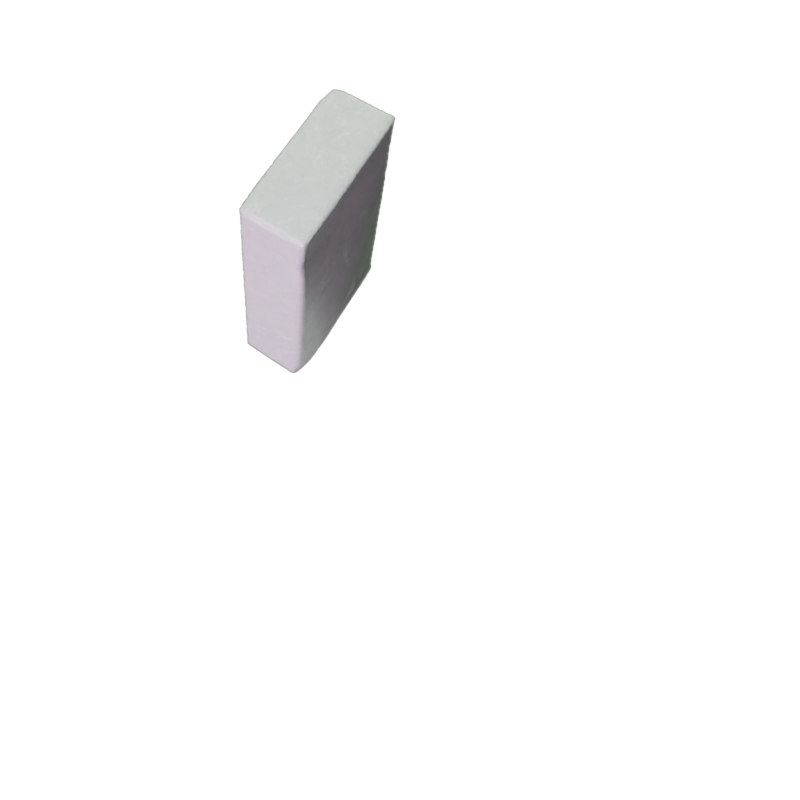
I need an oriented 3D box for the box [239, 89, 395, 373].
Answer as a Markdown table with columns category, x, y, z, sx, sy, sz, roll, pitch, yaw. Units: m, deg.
| category | x | y | z | sx | sy | sz | roll | pitch | yaw |
| --- | --- | --- | --- | --- | --- | --- | --- | --- | --- |
| box | -0.050 | -0.091 | 0.633 | 0.049 | 0.096 | 0.167 | 29 | -22 | 8 |
